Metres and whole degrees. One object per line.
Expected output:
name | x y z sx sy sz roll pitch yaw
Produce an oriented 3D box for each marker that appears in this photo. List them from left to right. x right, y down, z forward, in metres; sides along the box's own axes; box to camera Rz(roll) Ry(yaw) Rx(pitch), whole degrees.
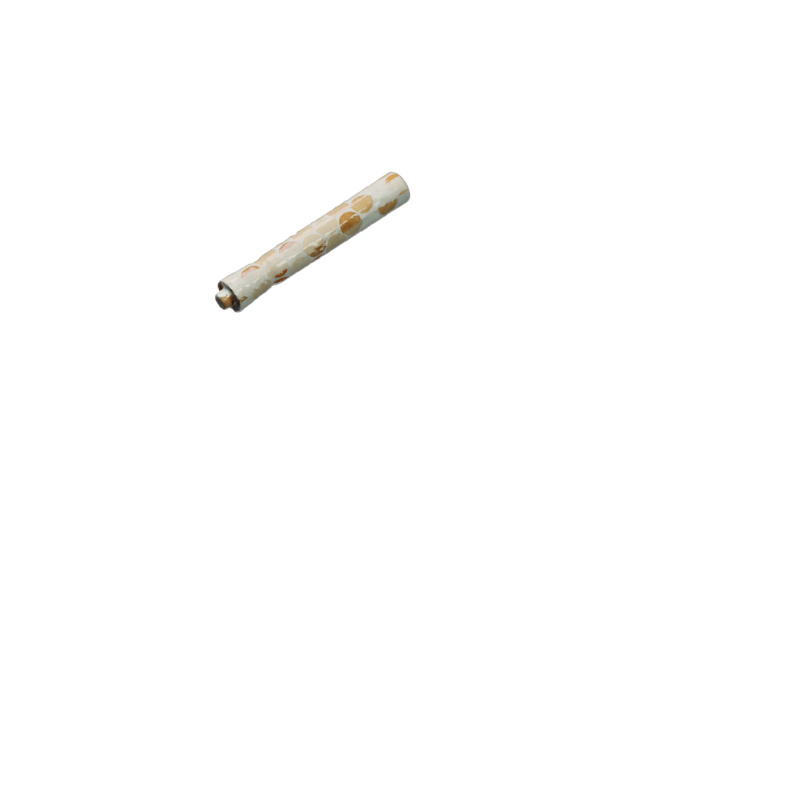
marker | -0.045 -0.081 0.569 0.122 0.019 0.020 -37 21 -25
